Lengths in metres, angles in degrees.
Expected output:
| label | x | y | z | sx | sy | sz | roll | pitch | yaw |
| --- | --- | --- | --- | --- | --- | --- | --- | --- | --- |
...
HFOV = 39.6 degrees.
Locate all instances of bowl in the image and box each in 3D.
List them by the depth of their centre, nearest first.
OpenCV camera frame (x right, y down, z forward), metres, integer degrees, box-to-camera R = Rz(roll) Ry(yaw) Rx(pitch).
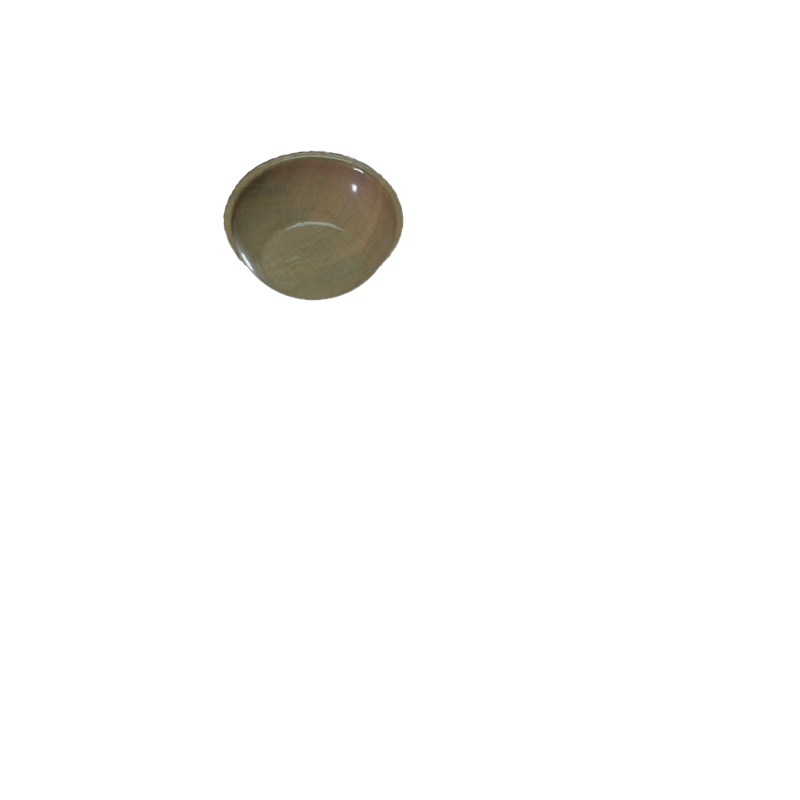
| label | x | y | z | sx | sy | sz | roll | pitch | yaw |
| --- | --- | --- | --- | --- | --- | --- | --- | --- | --- |
| bowl | -0.077 | -0.140 | 0.979 | 0.162 | 0.151 | 0.059 | 1 | 45 | -1 |
